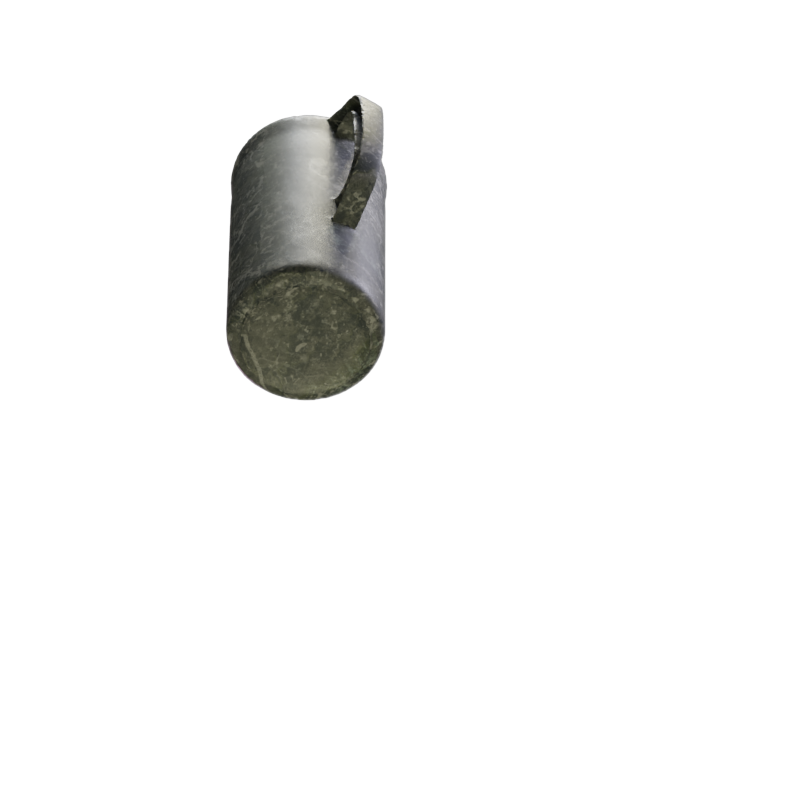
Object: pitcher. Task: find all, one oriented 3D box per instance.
[{"bbox_3d":[-0.066,-0.120,0.840,0.145,0.139,0.259,-13,34,5],"label":"pitcher"}]
